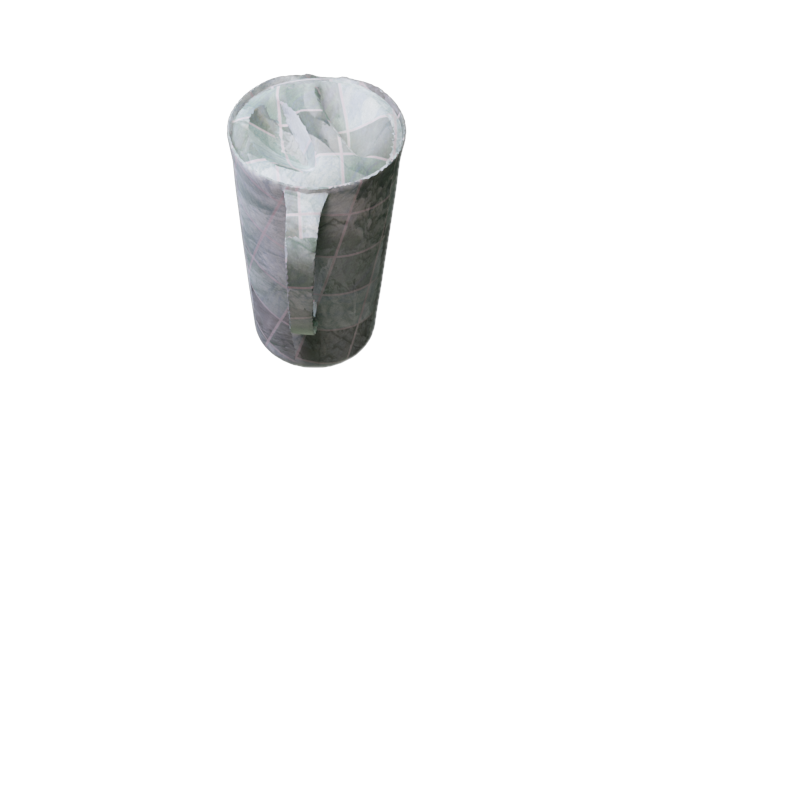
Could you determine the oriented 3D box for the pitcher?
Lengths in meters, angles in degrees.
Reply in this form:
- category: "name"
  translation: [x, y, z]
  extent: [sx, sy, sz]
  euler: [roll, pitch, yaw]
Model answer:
- category: "pitcher"
  translation: [-0.071, -0.129, 0.901]
  extent: [0.150, 0.226, 0.155]
  euler: [-33, 60, -26]
